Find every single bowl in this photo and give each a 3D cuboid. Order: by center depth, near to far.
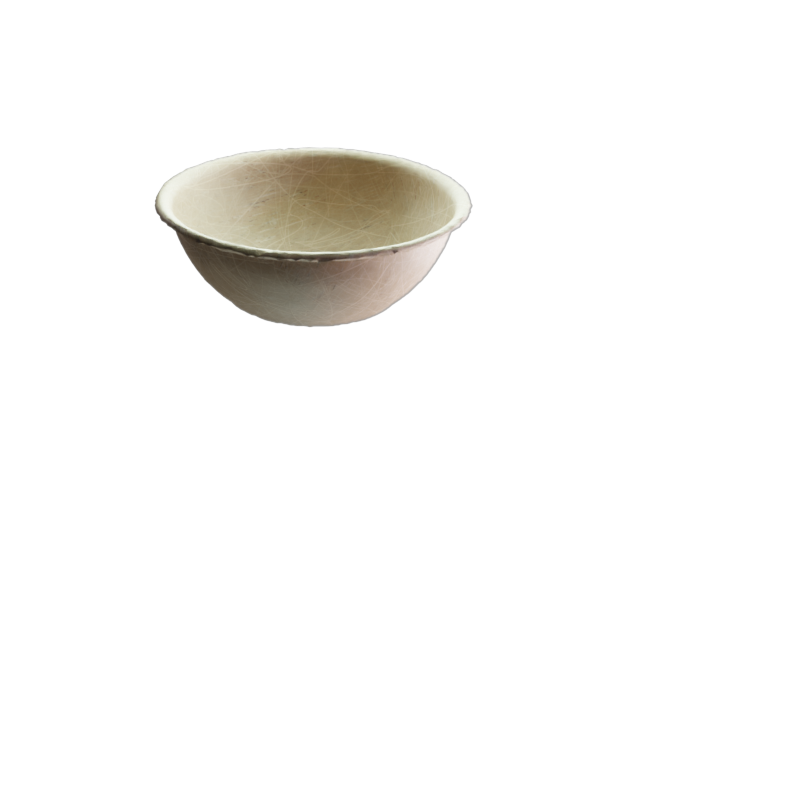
[{"bbox_3d":[-0.045,-0.083,0.579,0.162,0.052,0.172,-1,29,-2],"label":"bowl"}]
